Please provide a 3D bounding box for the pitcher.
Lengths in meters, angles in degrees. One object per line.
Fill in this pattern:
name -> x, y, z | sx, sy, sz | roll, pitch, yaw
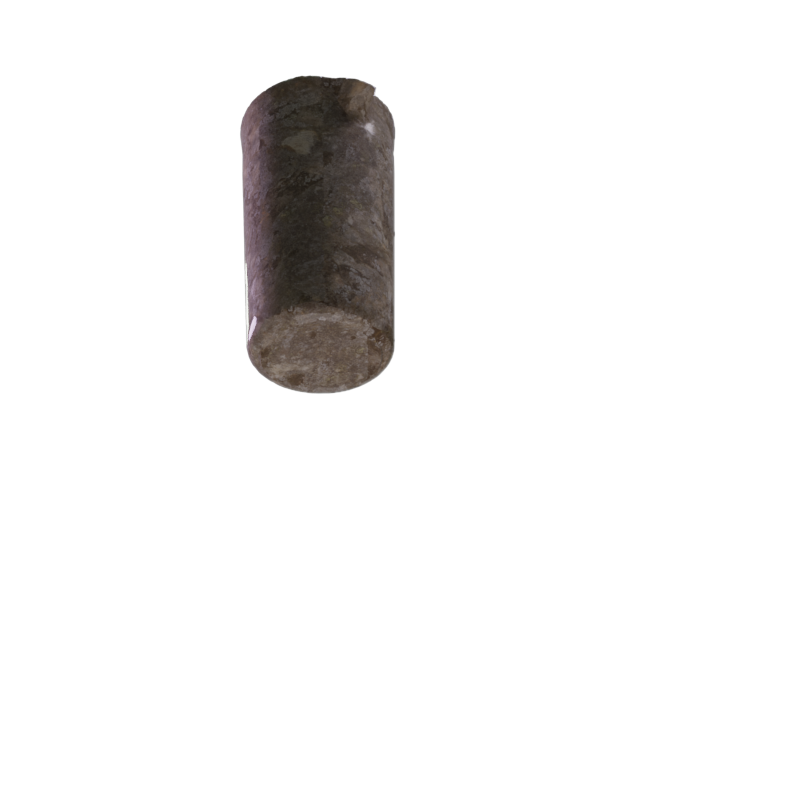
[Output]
pitcher -> -0.069, -0.126, 0.882 | 0.146, 0.261, 0.138 | -10, -38, 10
